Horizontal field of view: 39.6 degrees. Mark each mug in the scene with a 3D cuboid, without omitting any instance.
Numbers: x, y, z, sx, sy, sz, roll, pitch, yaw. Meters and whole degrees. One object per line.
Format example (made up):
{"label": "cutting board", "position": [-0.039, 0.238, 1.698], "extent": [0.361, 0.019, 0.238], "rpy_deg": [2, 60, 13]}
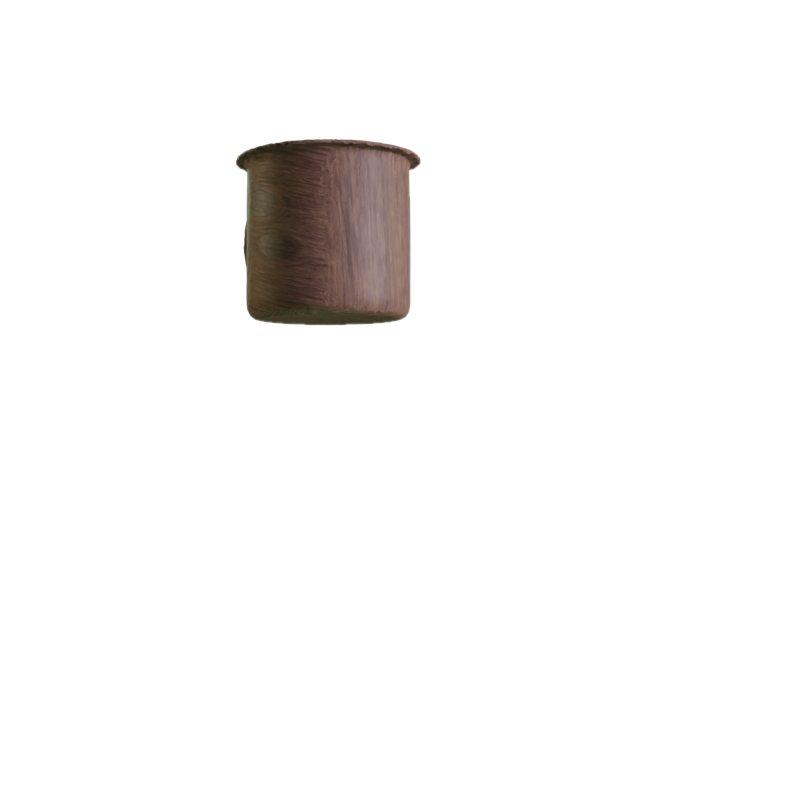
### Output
{"label": "mug", "position": [-0.044, -0.081, 0.564], "extent": [0.089, 0.083, 0.121], "rpy_deg": [3, -4, -41]}
